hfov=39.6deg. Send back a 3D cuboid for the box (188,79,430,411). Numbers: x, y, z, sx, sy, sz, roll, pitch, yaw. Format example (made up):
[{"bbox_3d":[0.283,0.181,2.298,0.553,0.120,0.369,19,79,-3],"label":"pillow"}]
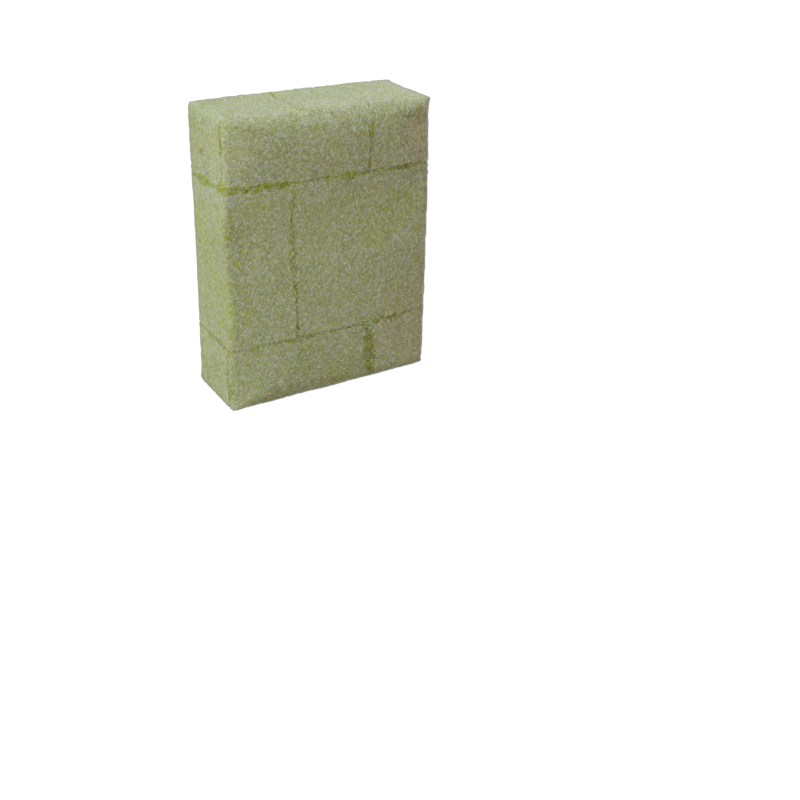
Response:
[{"bbox_3d":[-0.063,-0.115,0.807,0.161,0.204,0.077,-12,26,-27],"label":"box"}]
